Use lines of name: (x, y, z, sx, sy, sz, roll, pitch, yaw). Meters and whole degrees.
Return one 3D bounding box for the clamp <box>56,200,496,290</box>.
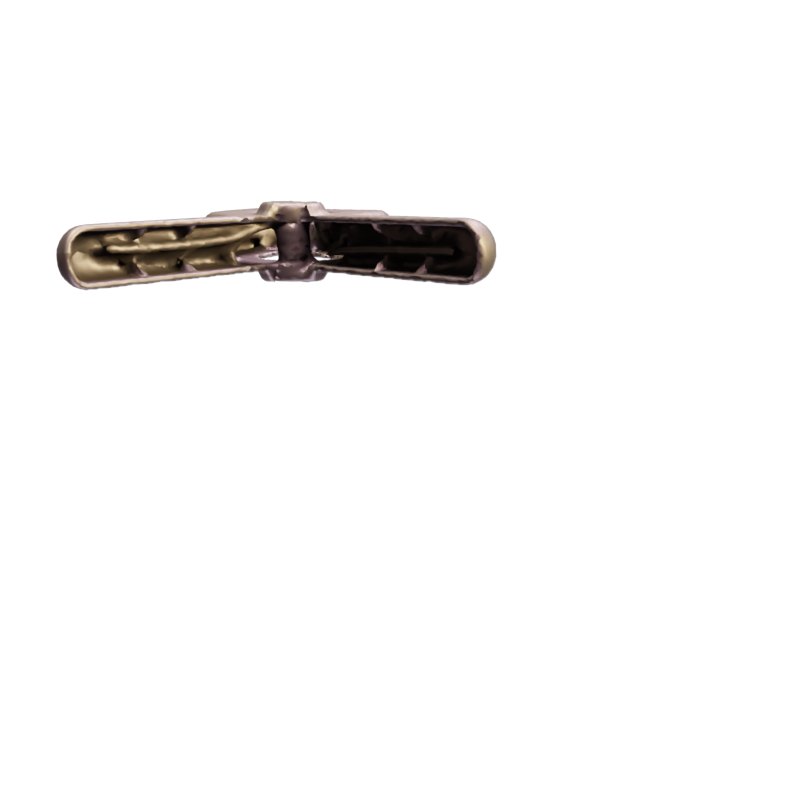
clamp: (-0.039, -0.071, 0.499, 0.166, 0.036, 0.211, 1, 11, 7)
